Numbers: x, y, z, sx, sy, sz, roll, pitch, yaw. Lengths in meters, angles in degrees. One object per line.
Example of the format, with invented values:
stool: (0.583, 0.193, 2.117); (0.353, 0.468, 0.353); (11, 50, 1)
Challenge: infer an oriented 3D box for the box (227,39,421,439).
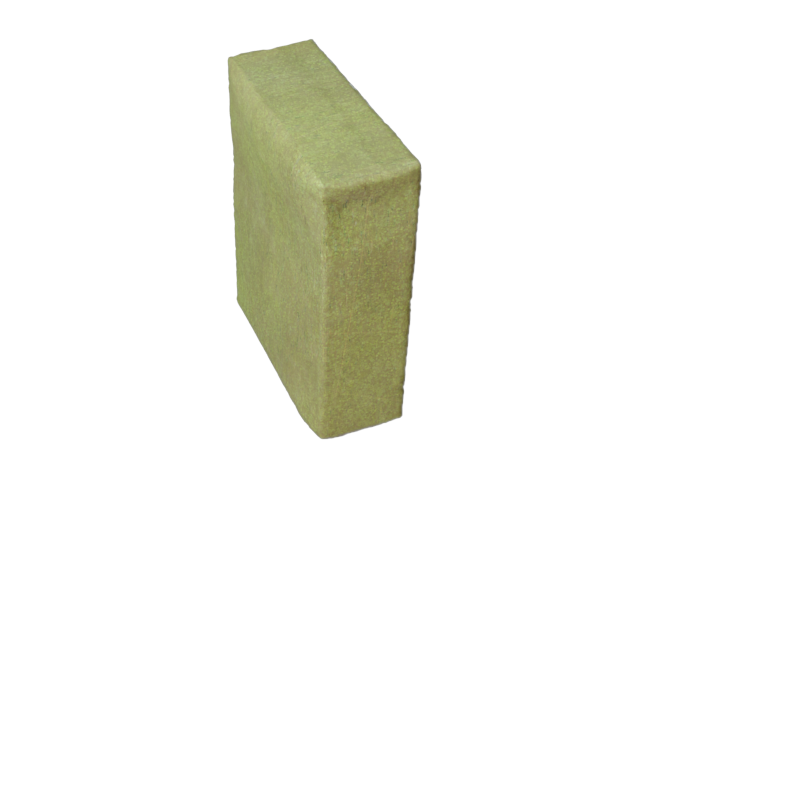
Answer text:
box: (-0.058, -0.106, 0.742); (0.071, 0.199, 0.178); (-15, 45, -20)
